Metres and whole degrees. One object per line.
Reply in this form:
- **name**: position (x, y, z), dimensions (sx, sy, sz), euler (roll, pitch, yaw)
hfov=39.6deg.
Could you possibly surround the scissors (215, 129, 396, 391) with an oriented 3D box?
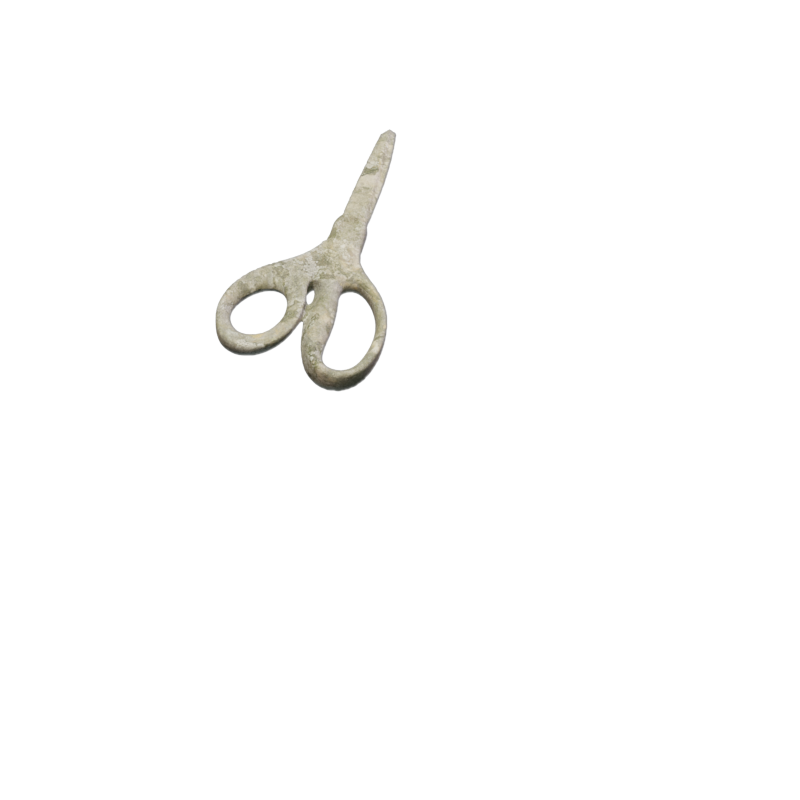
- **scissors**: position (-0.048, -0.087, 0.607), dimensions (0.096, 0.216, 0.015), euler (-1, -43, -1)
